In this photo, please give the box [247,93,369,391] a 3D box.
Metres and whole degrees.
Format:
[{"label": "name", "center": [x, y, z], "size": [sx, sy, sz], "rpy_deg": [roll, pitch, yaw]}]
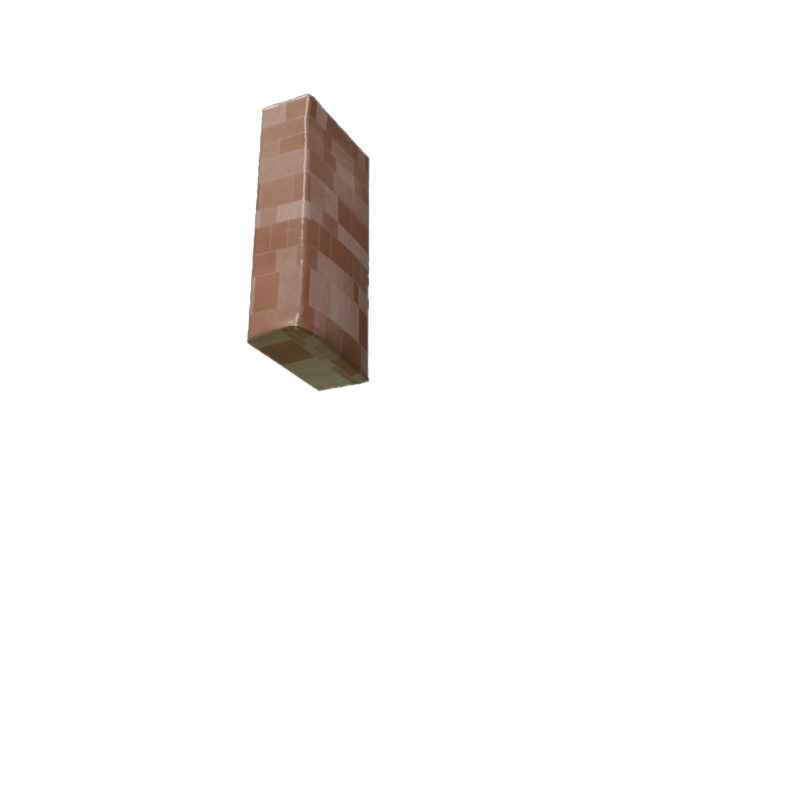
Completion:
[{"label": "box", "center": [-0.058, -0.106, 0.741], "size": [0.049, 0.187, 0.086], "rpy_deg": [-16, -31, 23]}]
